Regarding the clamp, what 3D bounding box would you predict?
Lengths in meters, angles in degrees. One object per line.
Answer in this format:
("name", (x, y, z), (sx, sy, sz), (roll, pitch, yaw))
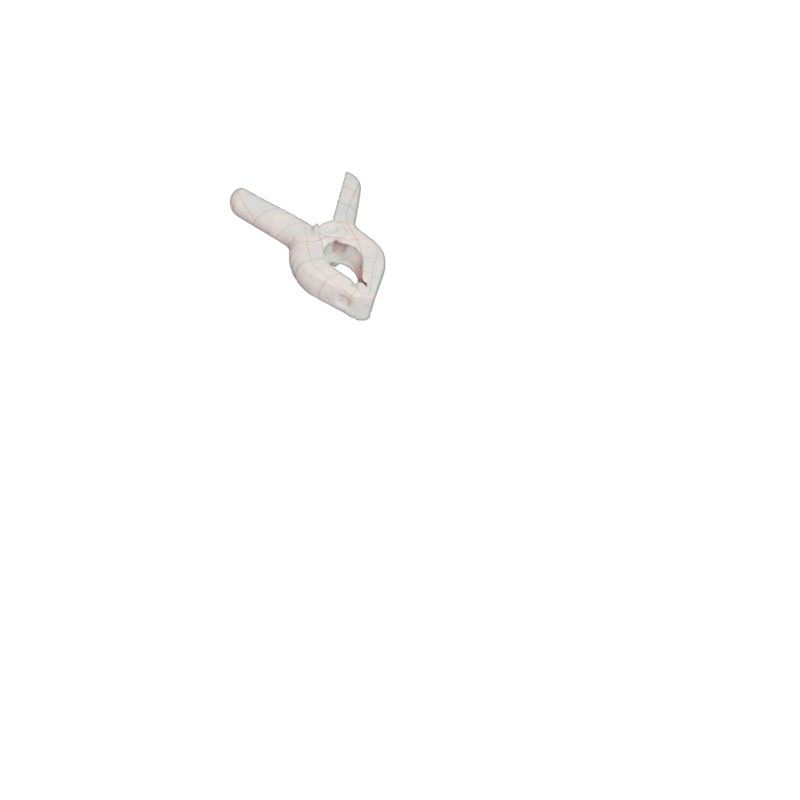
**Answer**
("clamp", (-0.073, -0.133, 0.928), (0.119, 0.036, 0.186), (-10, 44, -11))
